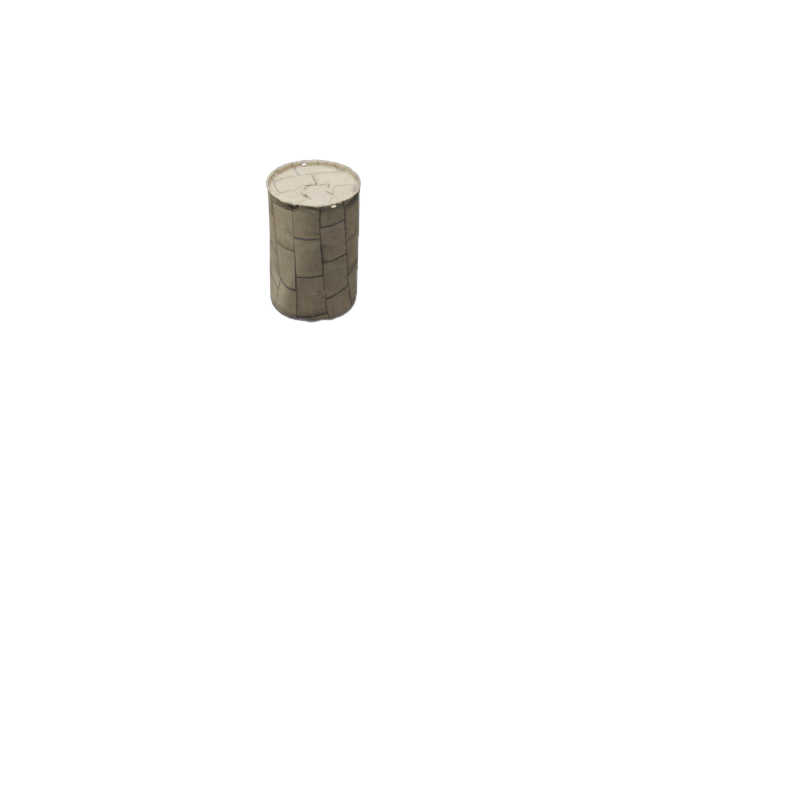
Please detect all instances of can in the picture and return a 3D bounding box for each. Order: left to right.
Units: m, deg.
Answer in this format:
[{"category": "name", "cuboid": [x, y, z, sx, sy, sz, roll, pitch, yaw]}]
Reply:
[{"category": "can", "cuboid": [-0.064, -0.117, 0.818, 0.068, 0.096, 0.073, 0, 35, -3]}]
